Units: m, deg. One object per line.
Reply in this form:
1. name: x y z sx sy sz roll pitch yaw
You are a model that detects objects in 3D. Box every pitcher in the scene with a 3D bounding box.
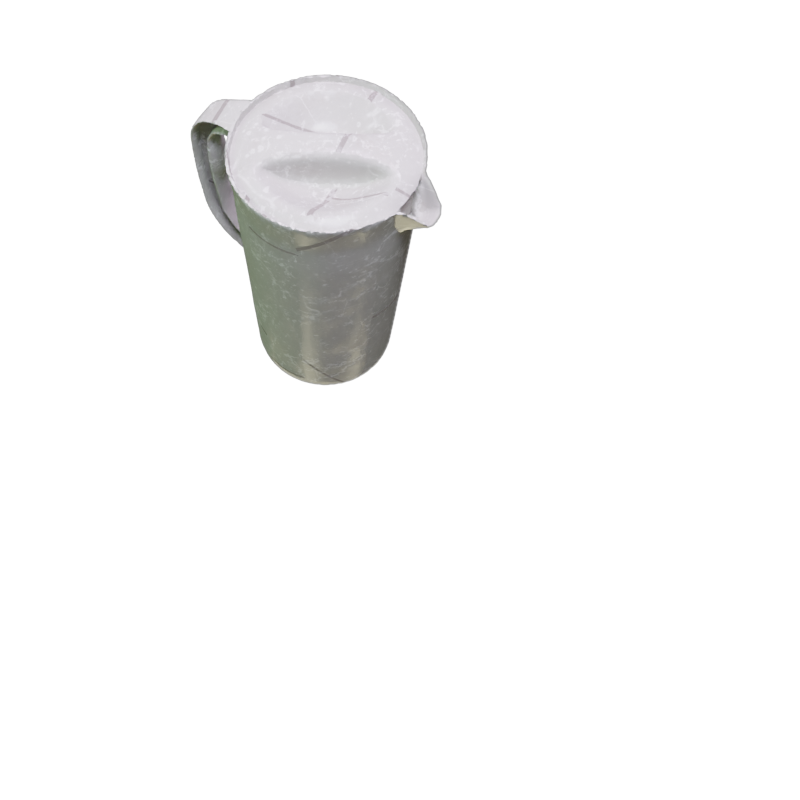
1. pitcher: -0.064 -0.117 0.817 0.144 0.160 0.228 -13 -28 -11
